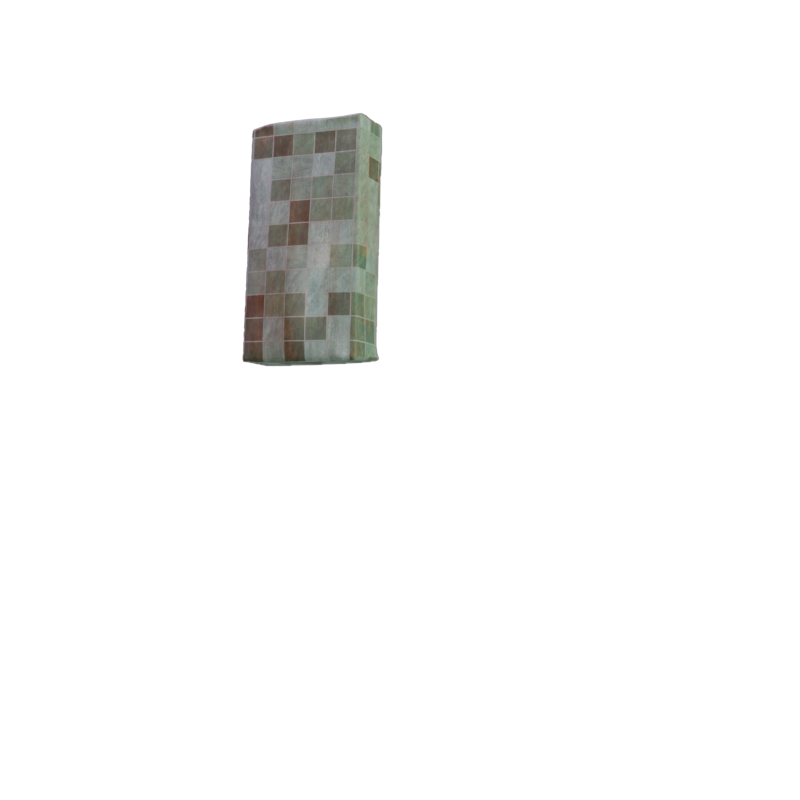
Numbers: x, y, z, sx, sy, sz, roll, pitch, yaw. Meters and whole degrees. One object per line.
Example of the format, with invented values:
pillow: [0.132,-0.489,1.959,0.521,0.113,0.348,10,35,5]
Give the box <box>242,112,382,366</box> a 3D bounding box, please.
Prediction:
box: [-0.063,-0.114,0.801,0.096,0.180,0.046,-4,-9,25]
